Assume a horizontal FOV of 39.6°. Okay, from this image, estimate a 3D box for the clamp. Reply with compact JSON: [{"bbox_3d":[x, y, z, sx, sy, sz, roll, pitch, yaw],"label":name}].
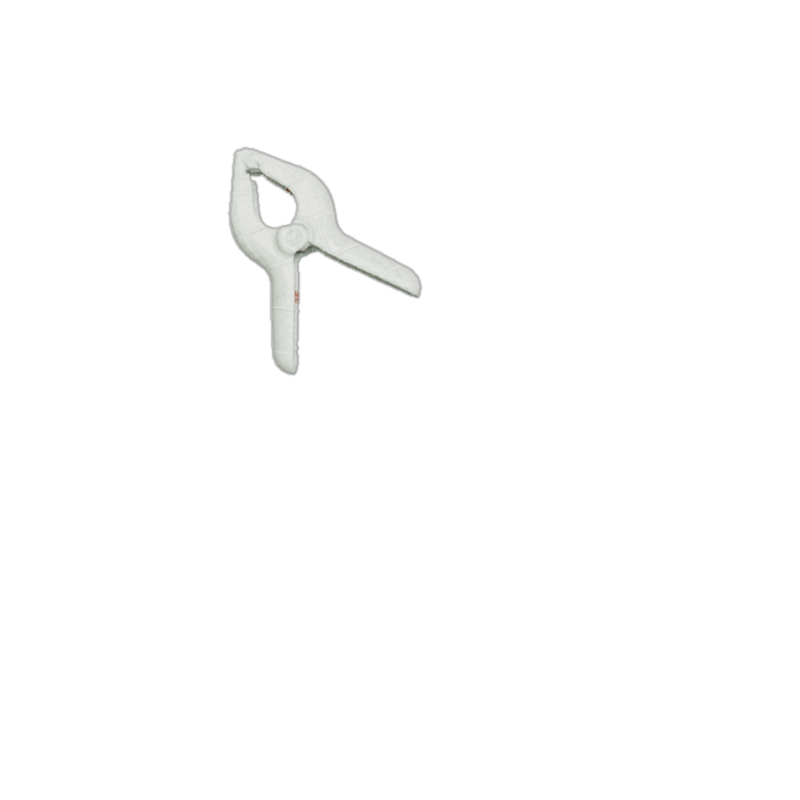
[{"bbox_3d":[-0.065,-0.118,0.827,0.120,0.176,0.038,-23,-10,-5],"label":"clamp"}]
